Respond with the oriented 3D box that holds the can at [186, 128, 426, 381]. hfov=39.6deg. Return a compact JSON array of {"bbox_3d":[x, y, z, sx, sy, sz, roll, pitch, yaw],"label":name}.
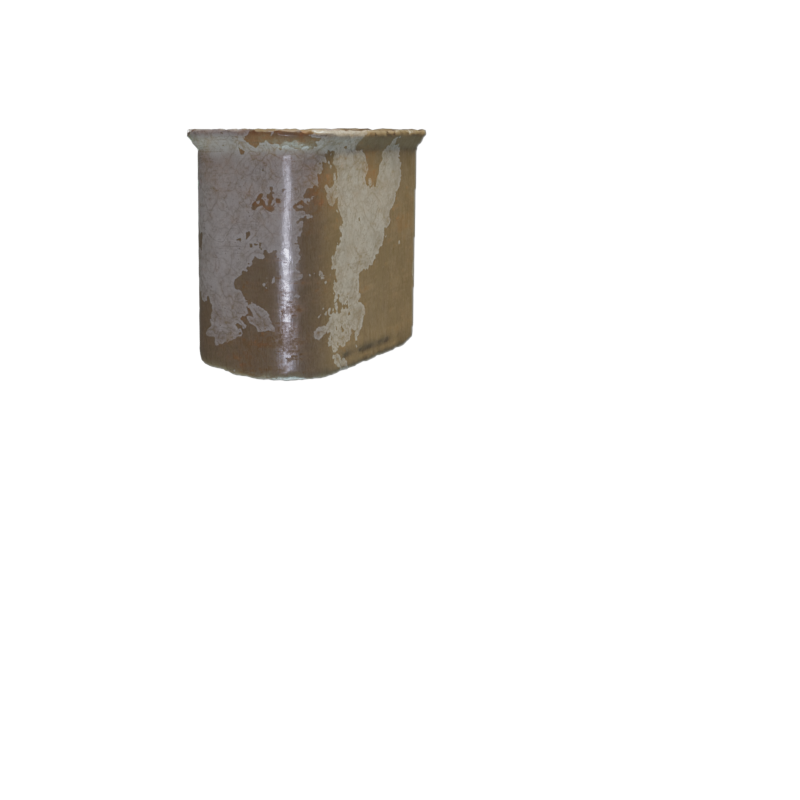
[{"bbox_3d":[-0.032,-0.059,0.410,0.060,0.082,0.100,5,12,27],"label":"can"}]
